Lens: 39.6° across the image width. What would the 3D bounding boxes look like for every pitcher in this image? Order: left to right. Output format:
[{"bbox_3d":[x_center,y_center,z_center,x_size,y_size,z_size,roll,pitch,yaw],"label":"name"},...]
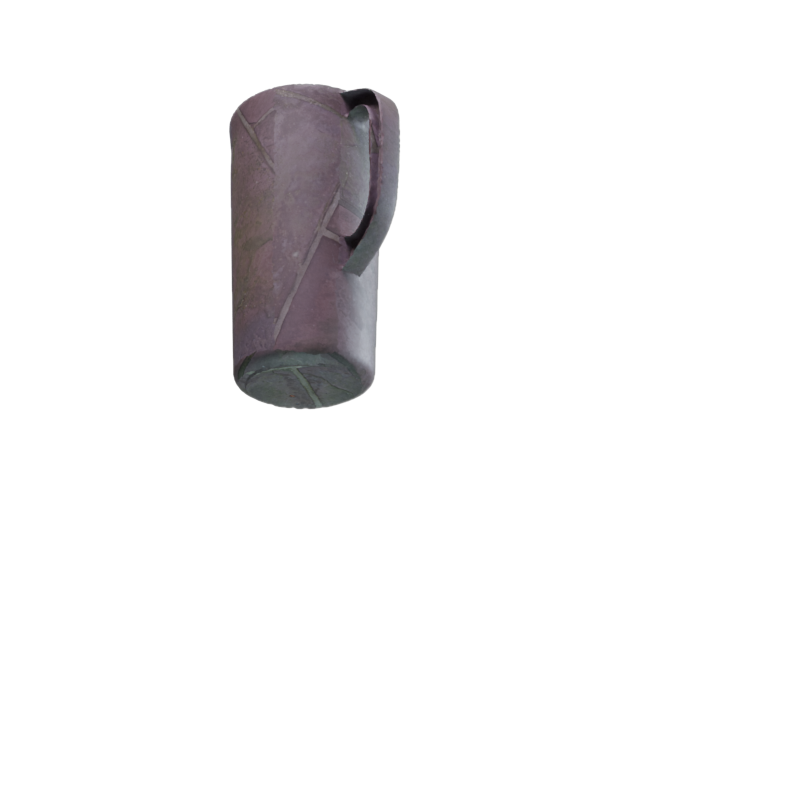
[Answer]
[{"bbox_3d":[-0.069,-0.126,0.884,0.145,0.258,0.140,-3,-27,2],"label":"pitcher"}]
